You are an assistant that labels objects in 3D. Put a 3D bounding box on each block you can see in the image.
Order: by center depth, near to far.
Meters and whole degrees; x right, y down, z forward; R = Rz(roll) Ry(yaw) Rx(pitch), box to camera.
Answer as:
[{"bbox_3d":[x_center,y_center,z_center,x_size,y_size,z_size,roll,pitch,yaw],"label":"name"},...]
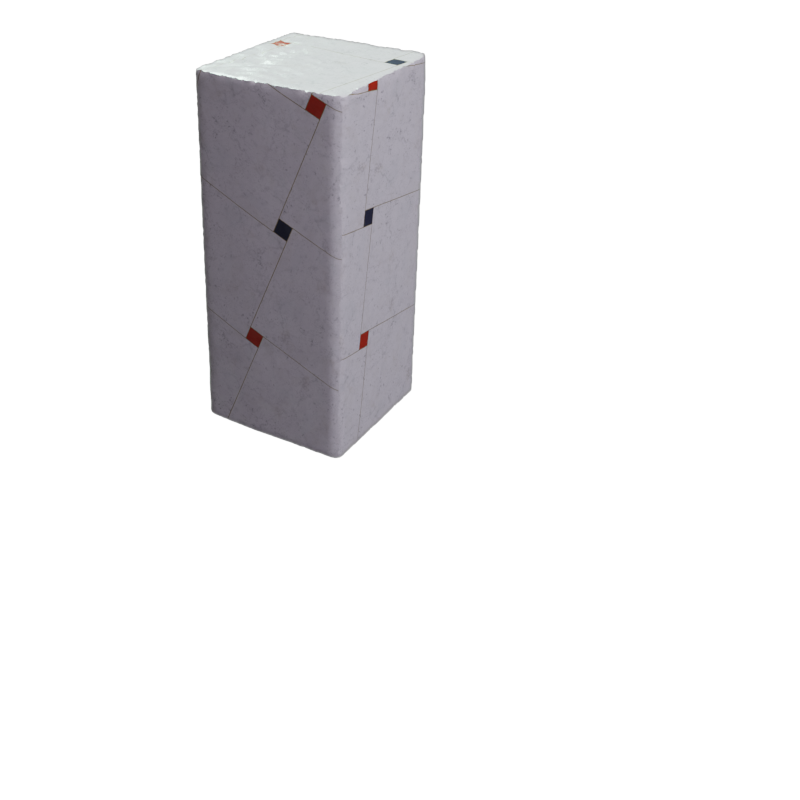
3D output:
[{"bbox_3d":[-0.048,-0.087,0.612,0.094,0.195,0.091,17,30,27],"label":"block"}]
